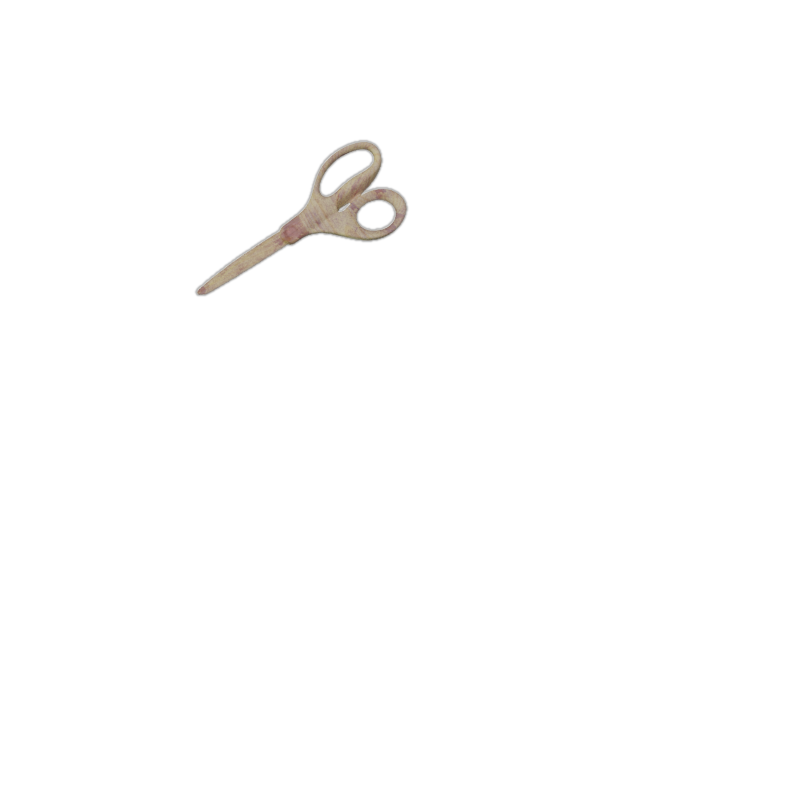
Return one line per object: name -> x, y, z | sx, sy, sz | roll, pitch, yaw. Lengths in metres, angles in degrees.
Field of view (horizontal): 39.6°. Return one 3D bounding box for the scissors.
scissors -> -0.076, -0.138, 0.967 | 0.098, 0.203, 0.015 | 40, -8, 7
